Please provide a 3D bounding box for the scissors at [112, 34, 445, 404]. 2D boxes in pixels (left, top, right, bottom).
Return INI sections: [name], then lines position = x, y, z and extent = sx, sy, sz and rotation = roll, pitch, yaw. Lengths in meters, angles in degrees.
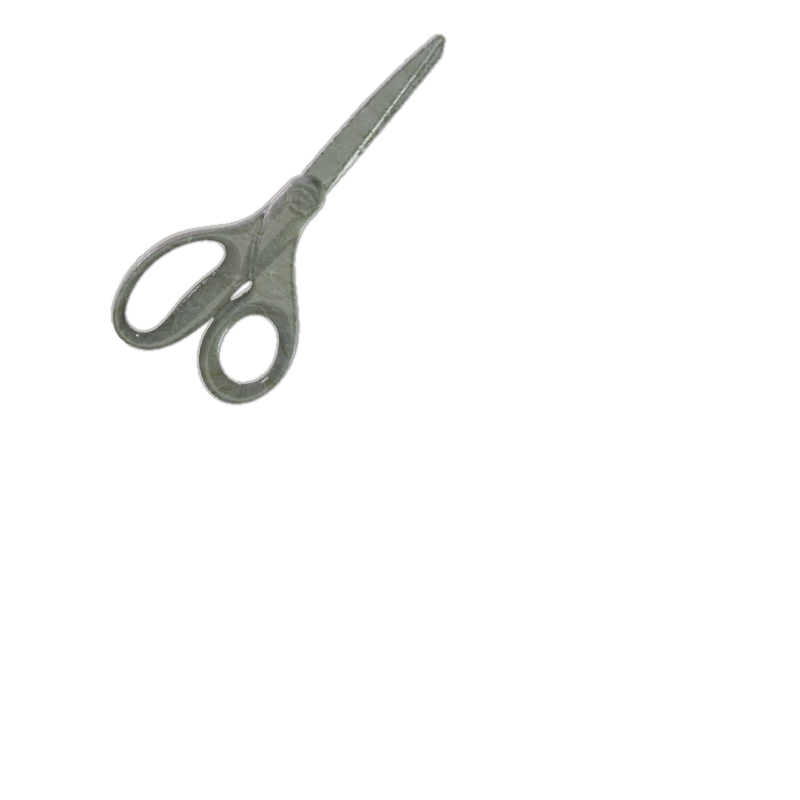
[scissors]
position = -0.040, -0.074, 0.515
extent = 0.201, 0.094, 0.016
rotation = -32, 8, 5
